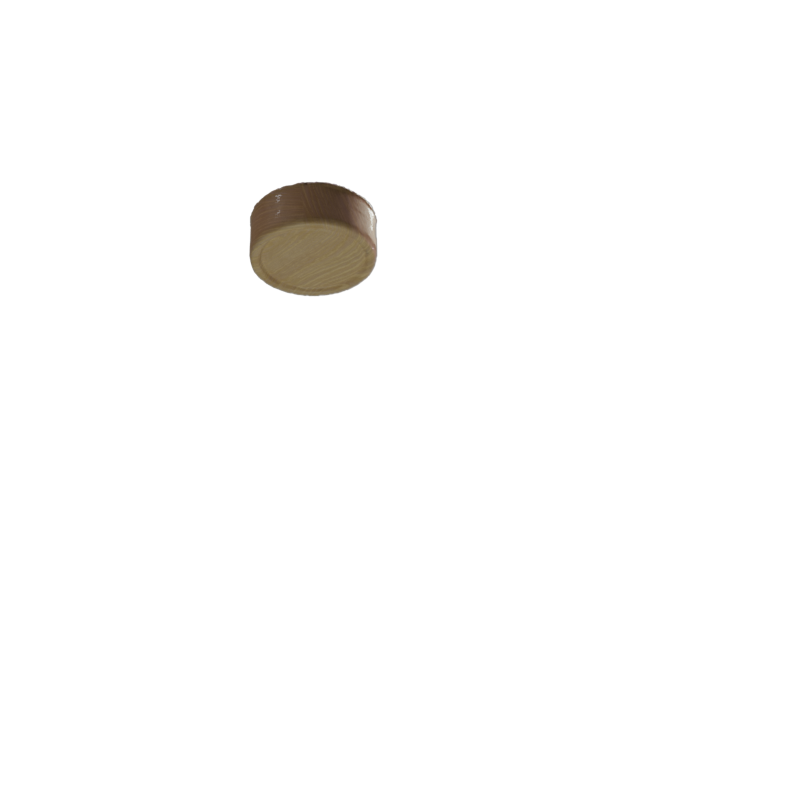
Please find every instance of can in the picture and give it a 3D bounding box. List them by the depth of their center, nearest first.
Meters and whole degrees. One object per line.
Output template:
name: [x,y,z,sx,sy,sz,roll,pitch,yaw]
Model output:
can: [-0.058,-0.105,0.738,0.086,0.036,0.080,1,-32,-2]
